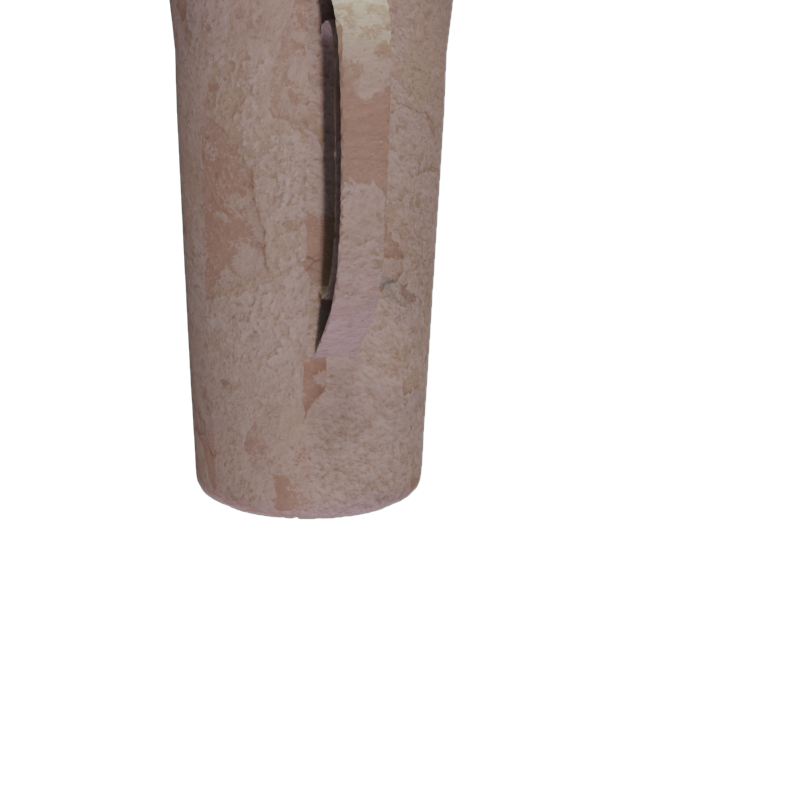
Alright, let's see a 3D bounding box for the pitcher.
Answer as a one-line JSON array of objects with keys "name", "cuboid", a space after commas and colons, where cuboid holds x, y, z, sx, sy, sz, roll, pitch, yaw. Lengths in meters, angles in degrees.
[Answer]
[{"name": "pitcher", "cuboid": [-0.040, -0.074, 0.517, 0.150, 0.241, 0.145, 3, 5, 29]}]
